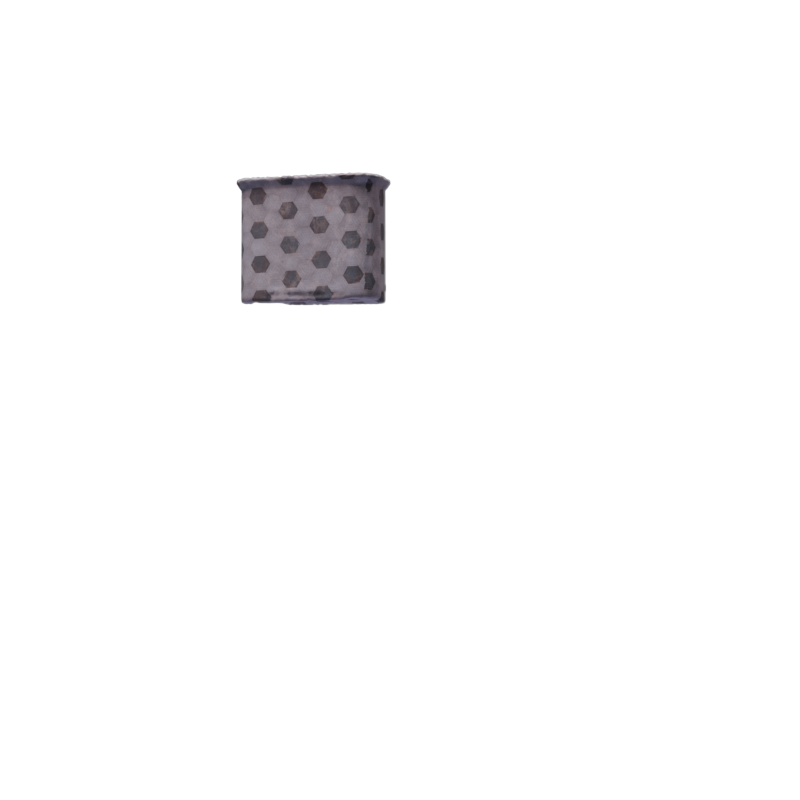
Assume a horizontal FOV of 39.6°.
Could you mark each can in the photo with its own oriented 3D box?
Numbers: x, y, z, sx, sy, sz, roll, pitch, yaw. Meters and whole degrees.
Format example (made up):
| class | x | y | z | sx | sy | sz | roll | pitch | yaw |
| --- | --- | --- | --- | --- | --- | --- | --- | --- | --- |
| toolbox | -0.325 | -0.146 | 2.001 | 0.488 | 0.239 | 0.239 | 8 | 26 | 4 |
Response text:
| class | x | y | z | sx | sy | sz | roll | pitch | yaw |
| --- | --- | --- | --- | --- | --- | --- | --- | --- | --- |
| can | -0.059 | -0.107 | 0.750 | 0.104 | 0.085 | 0.056 | 0 | -3 | 16 |
